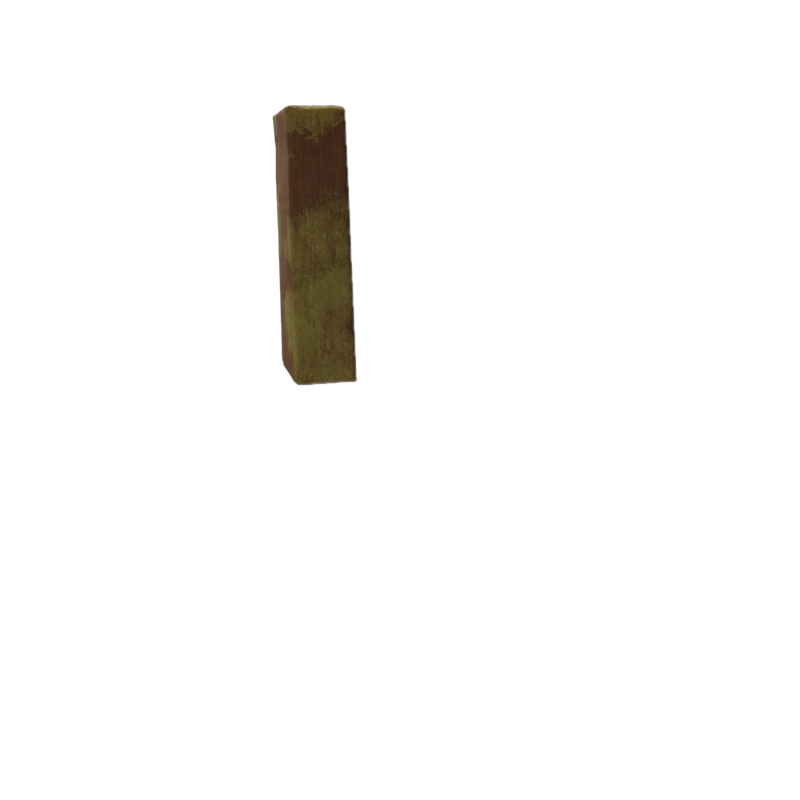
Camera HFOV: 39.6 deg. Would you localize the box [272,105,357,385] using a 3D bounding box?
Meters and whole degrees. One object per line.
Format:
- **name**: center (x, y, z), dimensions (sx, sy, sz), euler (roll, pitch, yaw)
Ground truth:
- **box**: center (-0.057, -0.105, 0.737), dimensions (0.047, 0.175, 0.095), euler (0, 5, -11)
